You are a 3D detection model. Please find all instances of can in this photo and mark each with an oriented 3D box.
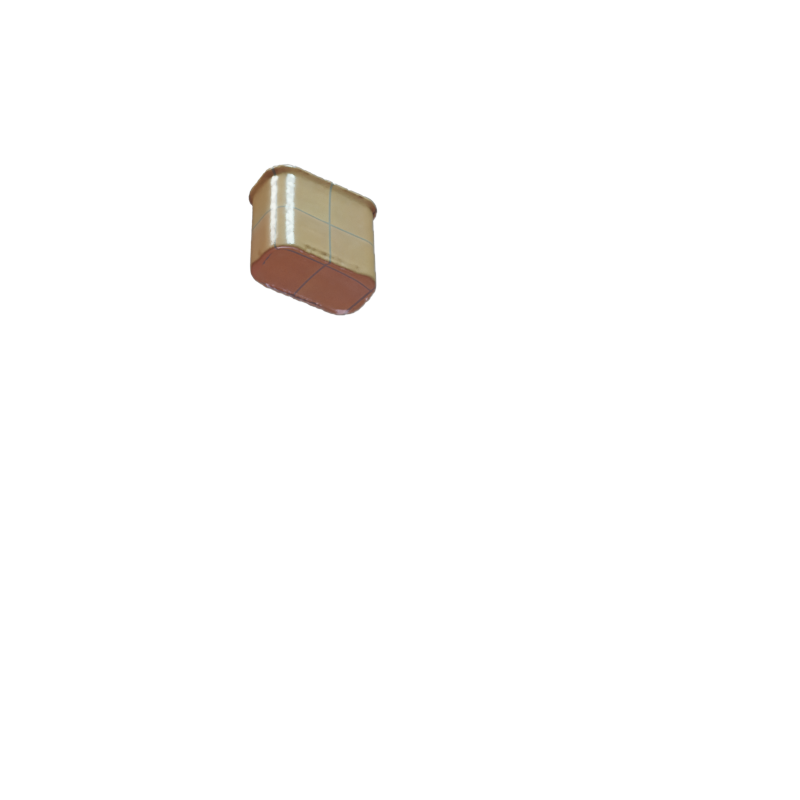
[{"bbox_3d":[-0.067,-0.122,0.857,0.097,0.090,0.056,20,-44,-25],"label":"can"}]
